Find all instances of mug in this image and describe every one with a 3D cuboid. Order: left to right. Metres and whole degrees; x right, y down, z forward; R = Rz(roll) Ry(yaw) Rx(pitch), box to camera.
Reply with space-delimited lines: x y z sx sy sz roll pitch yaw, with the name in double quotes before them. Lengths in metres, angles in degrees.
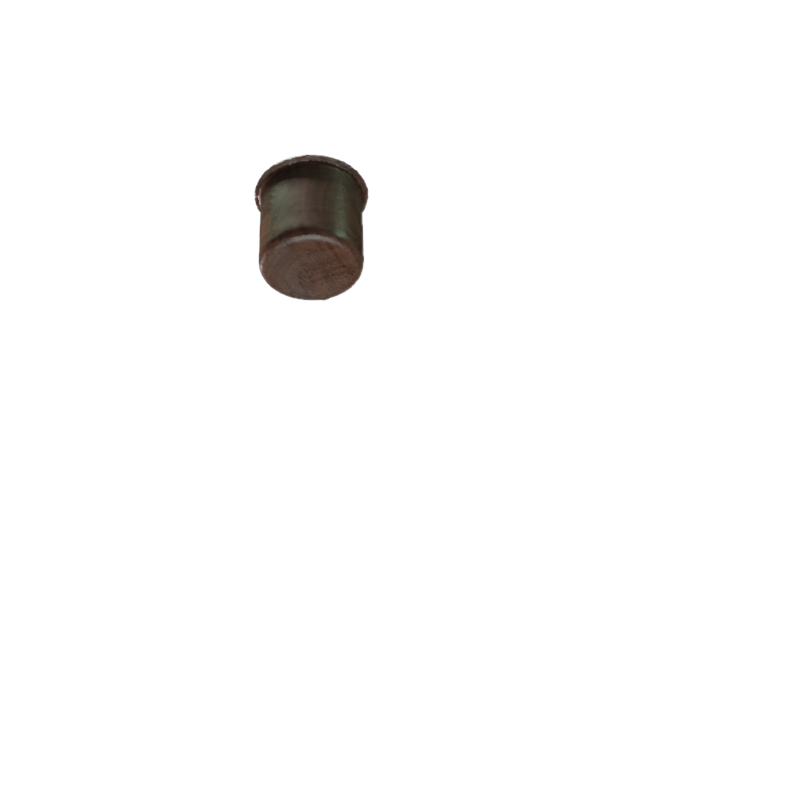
"mug" -0.069 -0.127 0.887 0.094 0.087 0.108 -4 -38 3
